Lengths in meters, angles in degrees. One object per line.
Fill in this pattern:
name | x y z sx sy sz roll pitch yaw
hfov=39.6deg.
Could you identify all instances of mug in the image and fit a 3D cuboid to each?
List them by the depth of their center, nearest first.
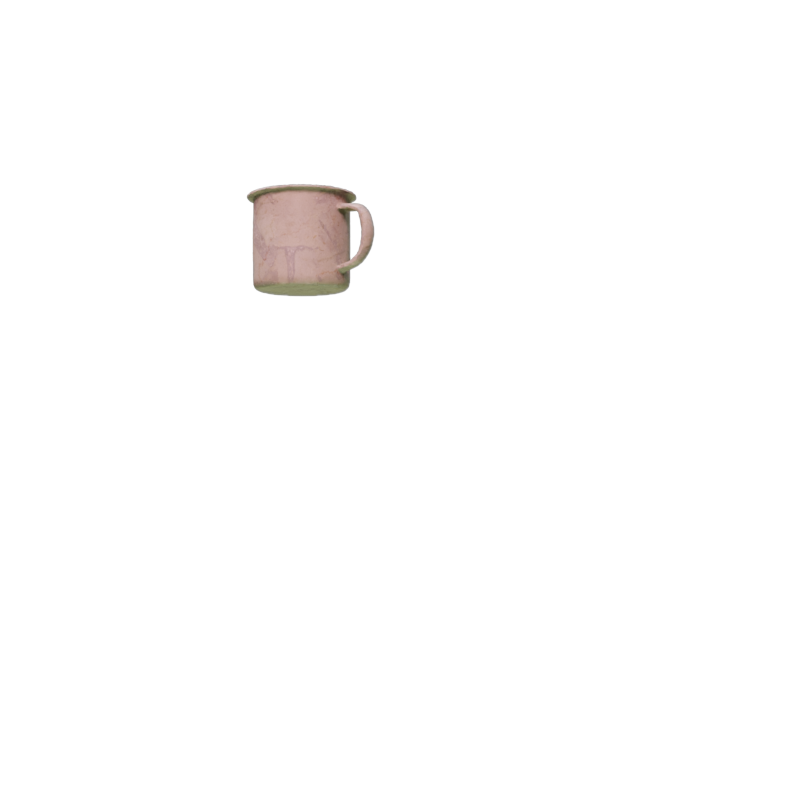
mug | -0.072 -0.132 0.926 0.121 0.083 0.089 -3 -6 31
